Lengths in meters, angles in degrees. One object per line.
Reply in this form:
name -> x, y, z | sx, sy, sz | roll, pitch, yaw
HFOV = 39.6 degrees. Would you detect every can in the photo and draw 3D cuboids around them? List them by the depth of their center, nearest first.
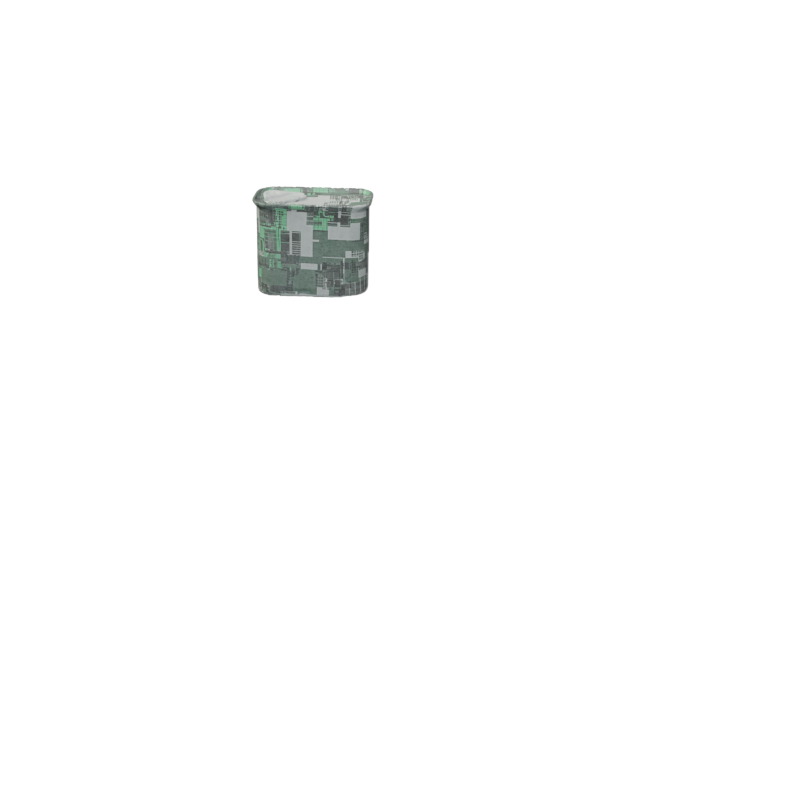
can -> -0.075, -0.137, 0.960 | 0.103, 0.080, 0.060 | 2, 21, 4
